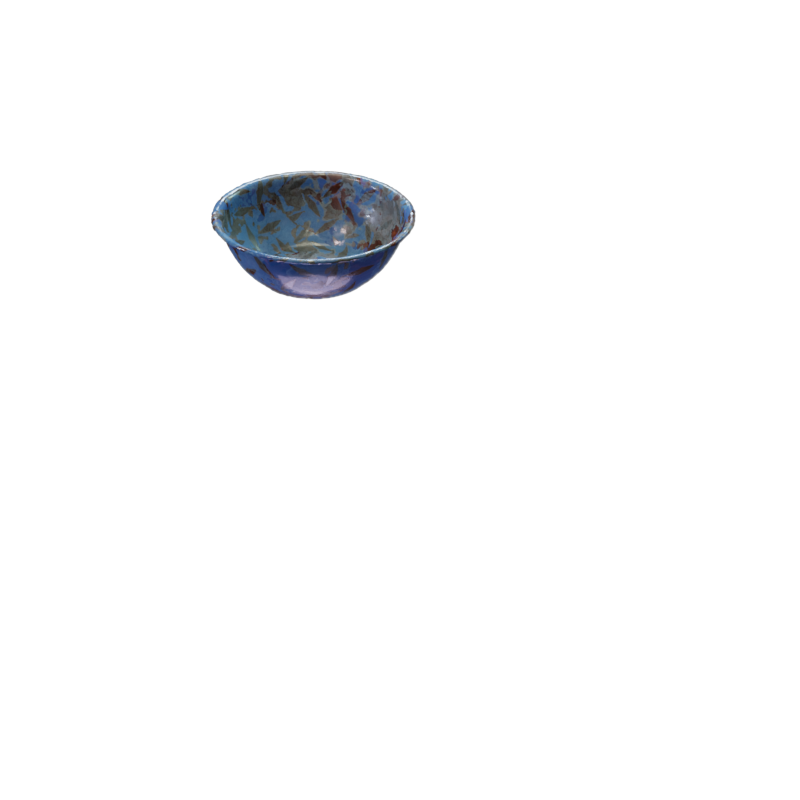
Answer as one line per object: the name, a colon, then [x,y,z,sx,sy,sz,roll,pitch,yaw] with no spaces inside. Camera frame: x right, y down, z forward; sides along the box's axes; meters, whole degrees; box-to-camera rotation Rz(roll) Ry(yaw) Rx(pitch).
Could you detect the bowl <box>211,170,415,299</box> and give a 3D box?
bowl: [-0.070,-0.127,0.889,0.162,0.052,0.173,-1,33,-2]
